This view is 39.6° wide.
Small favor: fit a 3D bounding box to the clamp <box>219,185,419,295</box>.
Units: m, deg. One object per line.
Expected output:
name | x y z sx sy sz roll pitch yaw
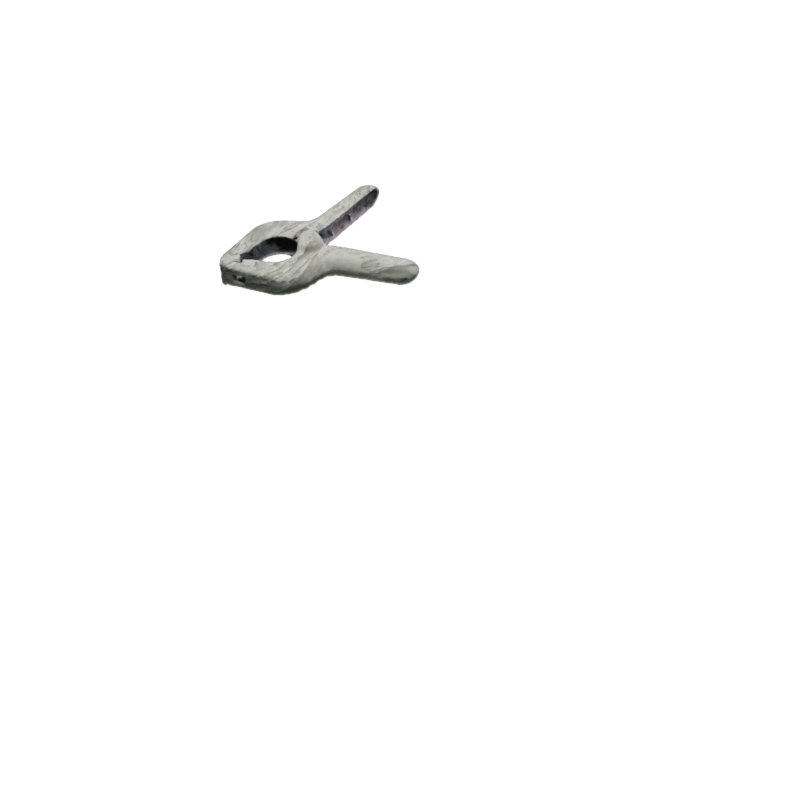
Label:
clamp | -0.078 -0.142 0.992 0.170 0.036 0.130 -6 44 -7
